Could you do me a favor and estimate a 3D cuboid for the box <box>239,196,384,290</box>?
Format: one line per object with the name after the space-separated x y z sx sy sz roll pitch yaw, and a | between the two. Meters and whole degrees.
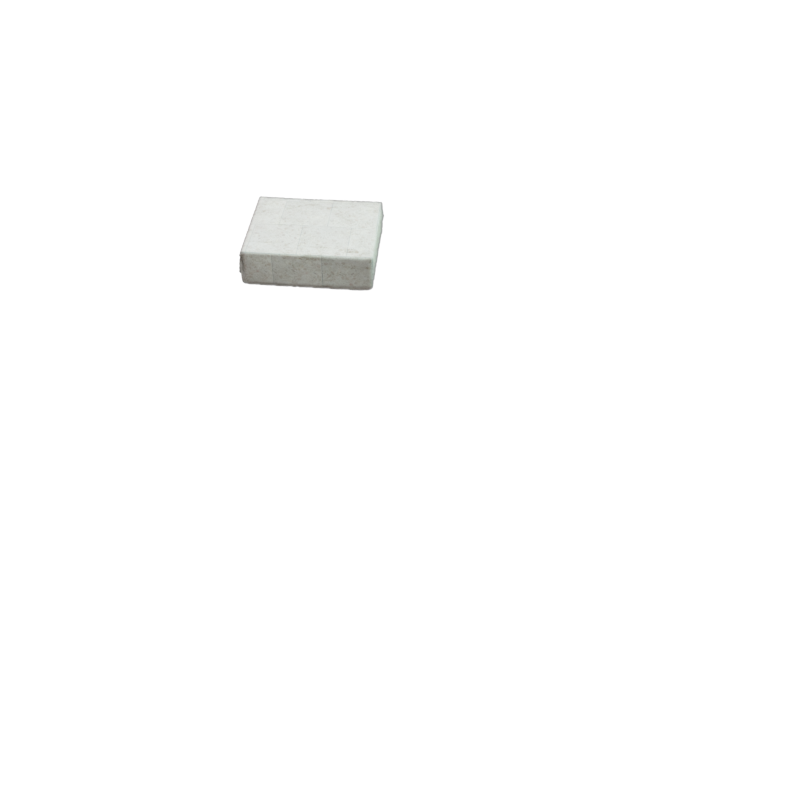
-0.074 -0.135 0.947 0.114 0.036 0.095 4 39 5 | box
